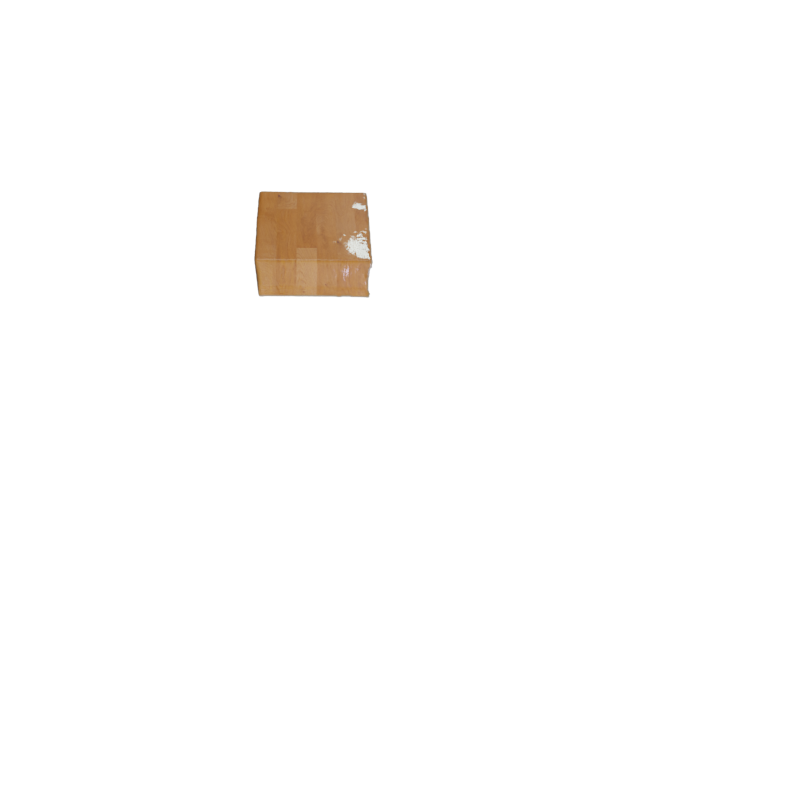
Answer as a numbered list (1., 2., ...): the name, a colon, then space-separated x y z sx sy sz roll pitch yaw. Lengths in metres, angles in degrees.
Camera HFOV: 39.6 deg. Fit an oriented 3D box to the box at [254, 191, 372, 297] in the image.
1. box: -0.069 -0.126 0.884 0.090 0.036 0.122 -1 38 -2
